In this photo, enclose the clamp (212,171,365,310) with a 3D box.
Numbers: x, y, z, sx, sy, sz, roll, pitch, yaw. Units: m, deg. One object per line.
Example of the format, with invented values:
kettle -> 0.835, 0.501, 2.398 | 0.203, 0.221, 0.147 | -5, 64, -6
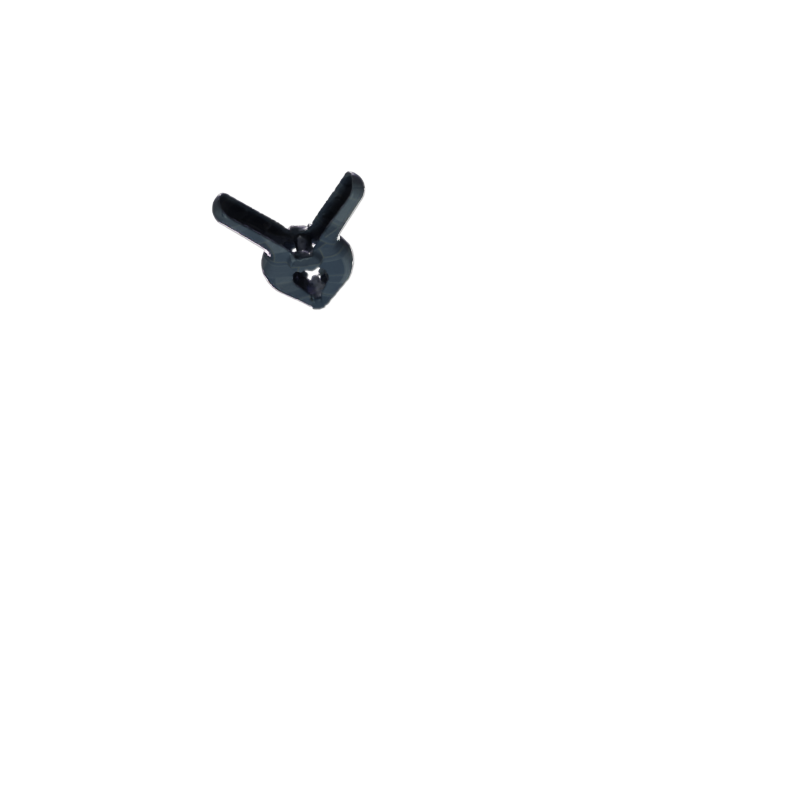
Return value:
clamp -> -0.072, -0.131, 0.921 | 0.122, 0.042, 0.159 | -7, -25, 14
